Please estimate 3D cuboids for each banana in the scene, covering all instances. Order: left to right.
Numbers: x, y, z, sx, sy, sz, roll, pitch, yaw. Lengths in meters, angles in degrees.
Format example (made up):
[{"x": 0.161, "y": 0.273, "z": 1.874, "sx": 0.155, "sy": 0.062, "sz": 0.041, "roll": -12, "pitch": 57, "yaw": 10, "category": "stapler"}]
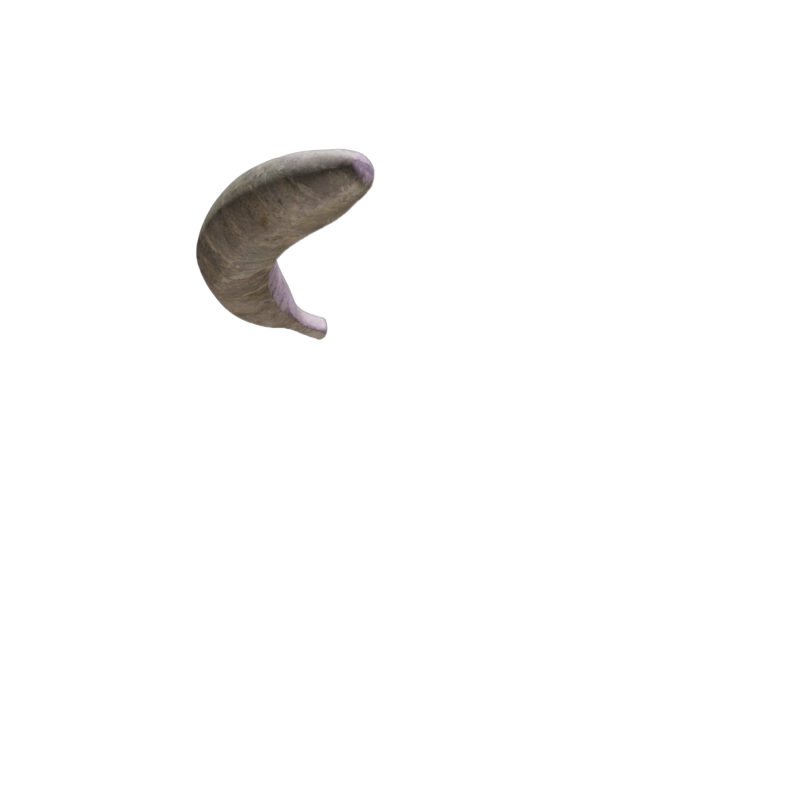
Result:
[{"x": -0.058, "y": -0.071, "z": 0.505, "sx": 0.069, "sy": 0.038, "sz": 0.192, "roll": 2, "pitch": -14, "yaw": -8, "category": "banana"}]
